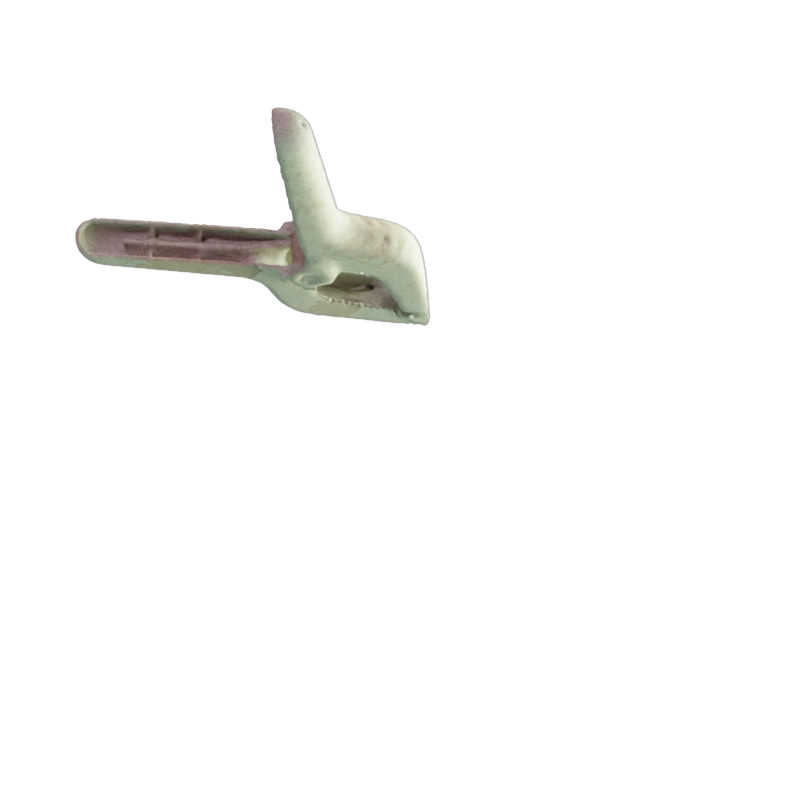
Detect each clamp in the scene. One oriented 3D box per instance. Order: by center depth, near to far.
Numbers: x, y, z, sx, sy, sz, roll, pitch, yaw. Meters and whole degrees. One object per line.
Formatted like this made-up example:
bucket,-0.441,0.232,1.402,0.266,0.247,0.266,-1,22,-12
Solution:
clamp,-0.047,-0.087,0.606,0.198,0.038,0.165,18,-28,-37
